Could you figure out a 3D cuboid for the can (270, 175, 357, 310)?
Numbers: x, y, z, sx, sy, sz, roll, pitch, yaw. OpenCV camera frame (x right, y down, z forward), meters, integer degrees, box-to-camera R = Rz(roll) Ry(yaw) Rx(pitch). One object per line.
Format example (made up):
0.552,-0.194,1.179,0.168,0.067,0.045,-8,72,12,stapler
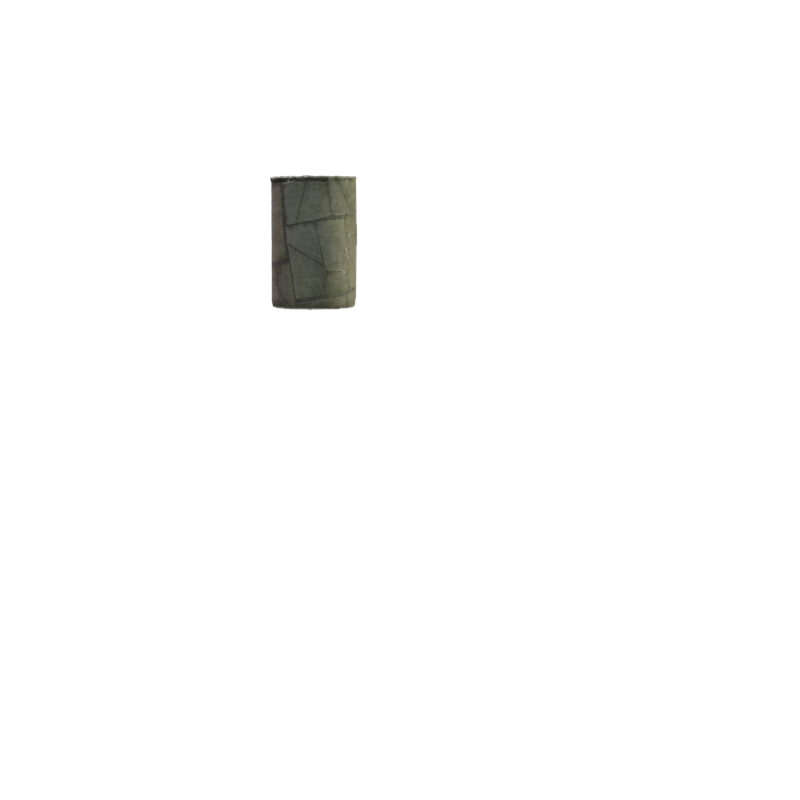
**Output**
-0.068,-0.124,0.870,0.068,0.102,0.069,0,4,-2,can
